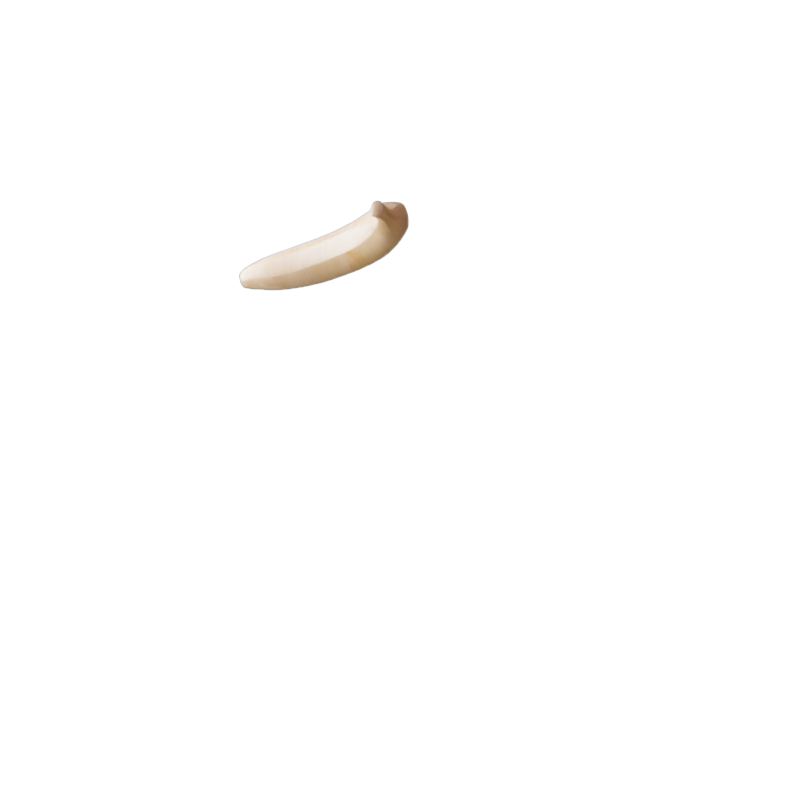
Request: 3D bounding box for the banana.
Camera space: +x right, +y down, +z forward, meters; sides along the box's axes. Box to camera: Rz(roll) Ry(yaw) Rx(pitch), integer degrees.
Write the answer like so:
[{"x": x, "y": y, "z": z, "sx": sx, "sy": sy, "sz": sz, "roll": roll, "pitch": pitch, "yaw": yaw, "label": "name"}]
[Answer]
[{"x": -0.054, "y": -0.126, "z": 0.906, "sx": 0.066, "sy": 0.038, "sz": 0.199, "roll": 14, "pitch": -22, "yaw": -37, "label": "banana"}]
